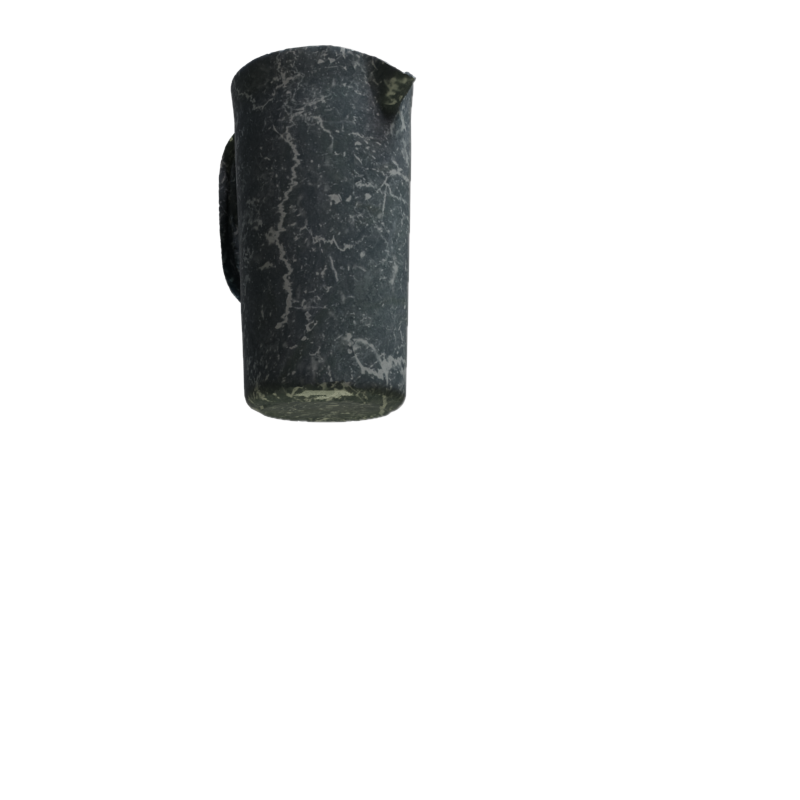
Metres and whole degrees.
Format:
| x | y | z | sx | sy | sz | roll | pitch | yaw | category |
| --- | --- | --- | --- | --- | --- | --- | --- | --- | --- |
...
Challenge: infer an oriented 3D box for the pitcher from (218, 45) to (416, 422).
| x | y | z | sx | sy | sz | roll | pitch | yaw | category |
| --- | --- | --- | --- | --- | --- | --- | --- | --- | --- |
| -0.061 | -0.111 | 0.778 | 0.144 | 0.253 | 0.144 | 0 | -16 | -3 | pitcher |
